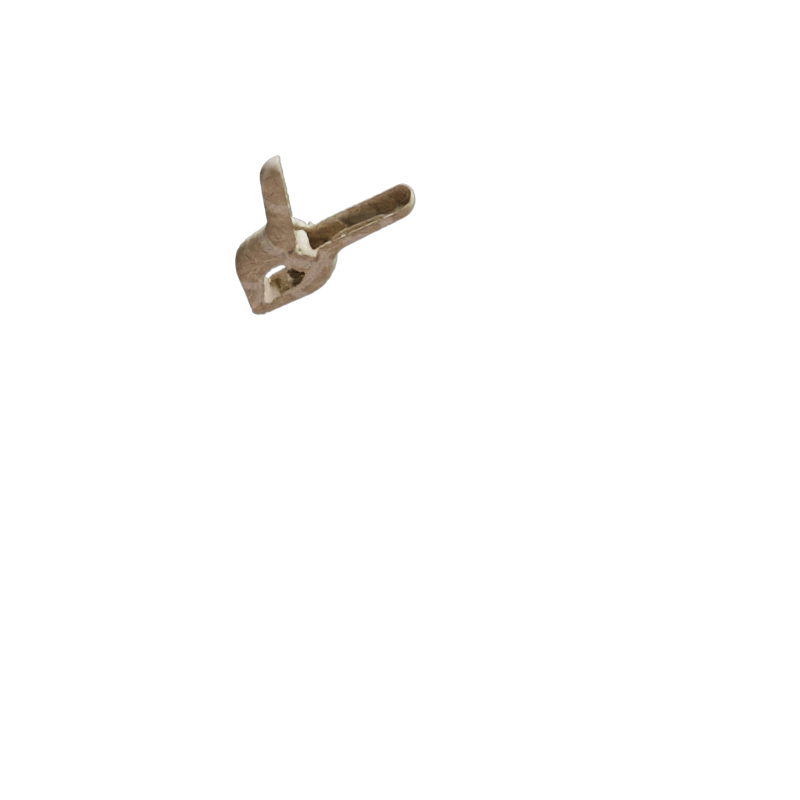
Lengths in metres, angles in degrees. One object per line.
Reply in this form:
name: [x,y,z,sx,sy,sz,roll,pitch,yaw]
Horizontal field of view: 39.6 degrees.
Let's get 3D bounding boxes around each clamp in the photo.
clamp: [-0.066,-0.120,0.844,0.117,0.042,0.165,10,-32,-17]
